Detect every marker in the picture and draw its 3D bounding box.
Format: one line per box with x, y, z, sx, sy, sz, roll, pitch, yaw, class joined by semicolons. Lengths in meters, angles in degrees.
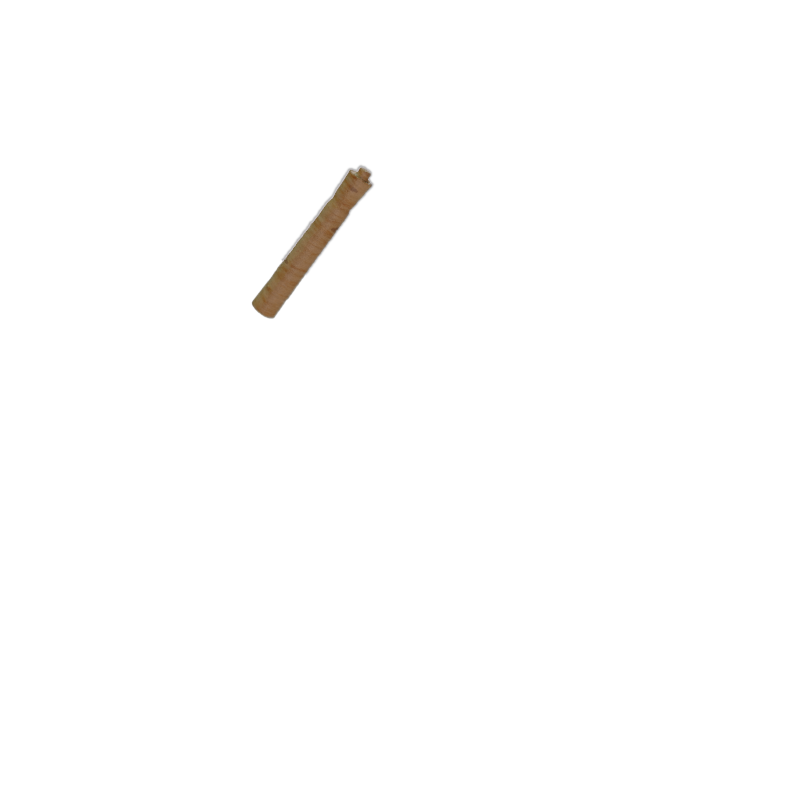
-0.058;-0.106;0.742;0.019;0.119;0.021;35;15;-15;marker
